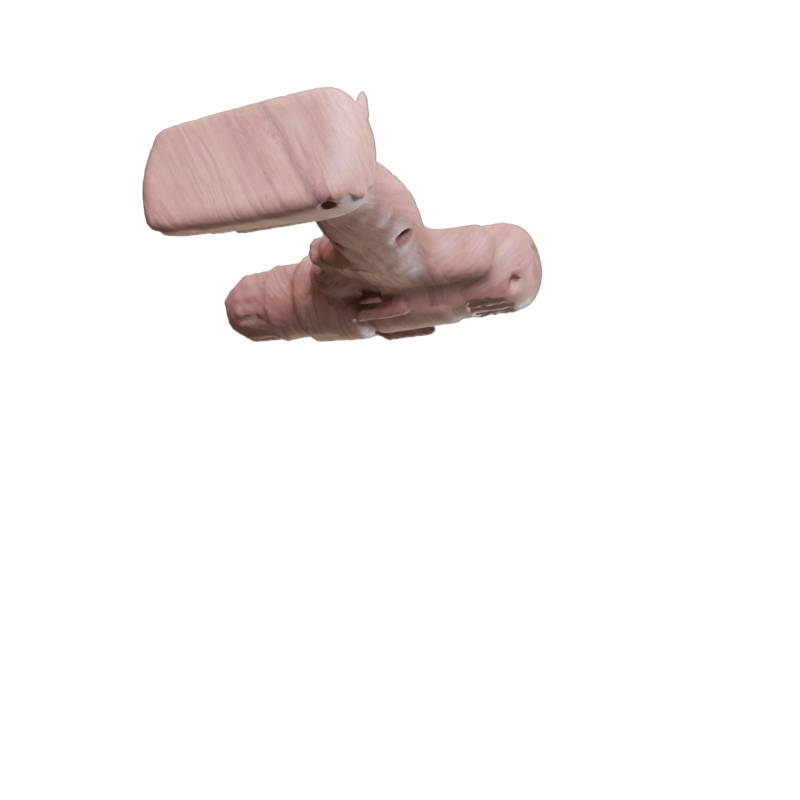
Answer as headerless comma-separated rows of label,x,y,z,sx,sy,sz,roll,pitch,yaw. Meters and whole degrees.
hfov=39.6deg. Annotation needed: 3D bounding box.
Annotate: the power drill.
power drill,-0.043,-0.078,0.550,0.188,0.060,0.176,-8,-18,25
